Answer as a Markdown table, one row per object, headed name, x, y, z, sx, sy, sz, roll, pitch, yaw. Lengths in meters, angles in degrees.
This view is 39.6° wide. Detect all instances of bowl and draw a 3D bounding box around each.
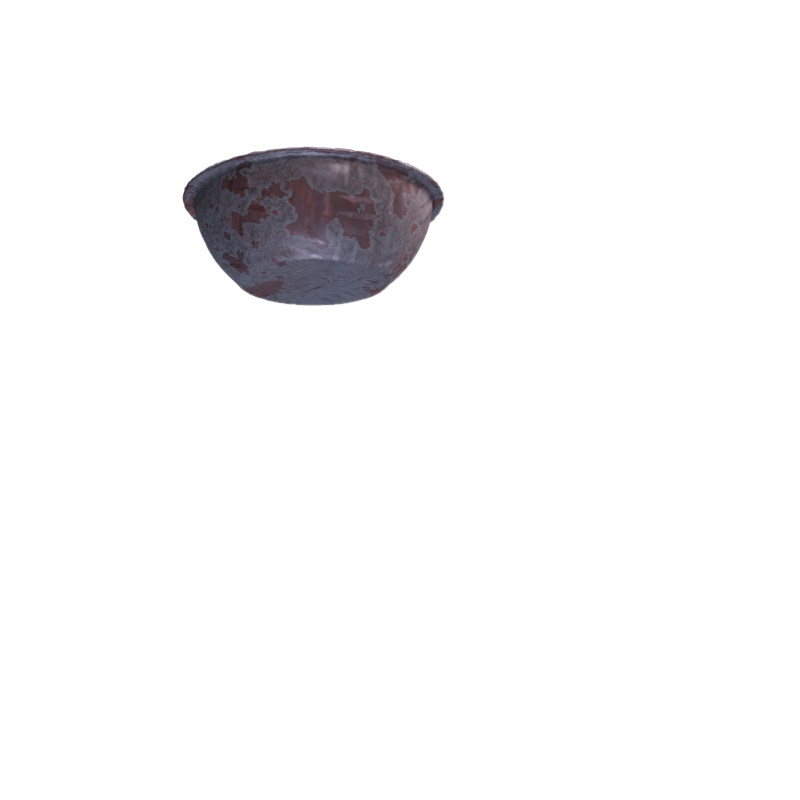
| name | x | y | z | sx | sy | sz | roll | pitch | yaw |
| --- | --- | --- | --- | --- | --- | --- | --- | --- | --- |
| bowl | -0.053 | -0.097 | 0.677 | 0.162 | 0.057 | 0.156 | 0 | -14 | -2 |
